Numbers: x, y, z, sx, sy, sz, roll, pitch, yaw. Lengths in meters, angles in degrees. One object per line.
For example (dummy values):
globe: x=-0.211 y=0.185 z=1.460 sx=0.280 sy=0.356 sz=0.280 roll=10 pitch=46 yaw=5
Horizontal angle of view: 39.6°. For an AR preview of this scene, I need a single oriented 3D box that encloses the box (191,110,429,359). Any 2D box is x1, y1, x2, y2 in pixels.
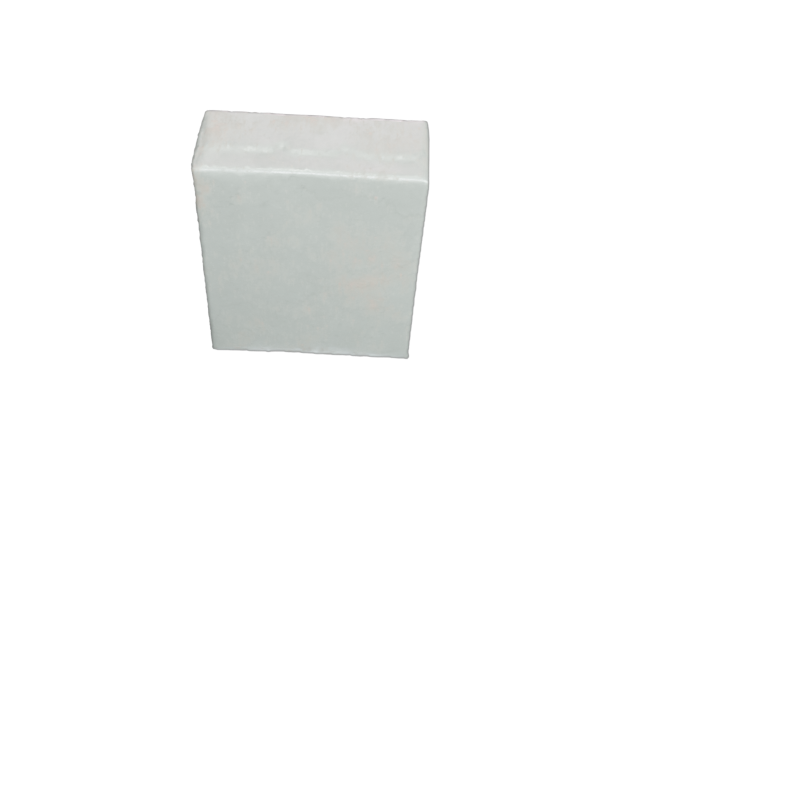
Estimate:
box: x=-0.066 y=-0.121 z=0.847 sx=0.164 sy=0.077 sz=0.199 roll=4 pitch=-37 yaw=0
